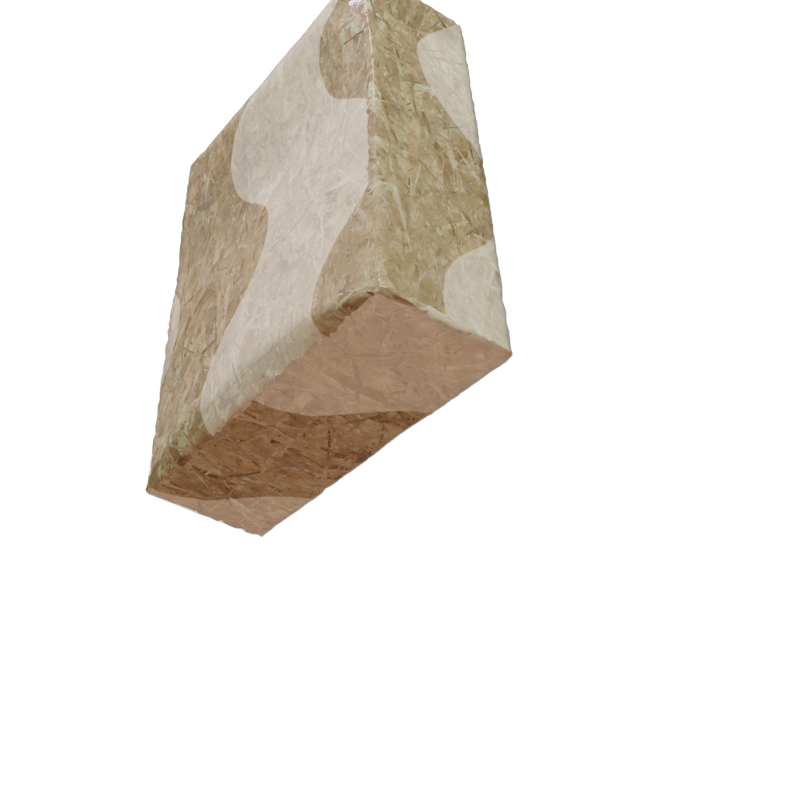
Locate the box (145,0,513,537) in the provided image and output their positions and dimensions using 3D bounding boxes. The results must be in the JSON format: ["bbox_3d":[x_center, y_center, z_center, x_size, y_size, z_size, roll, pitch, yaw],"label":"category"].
[{"bbox_3d":[-0.040,-0.073,0.511,0.068,0.230,0.161,27,-49,-31],"label":"box"}]
